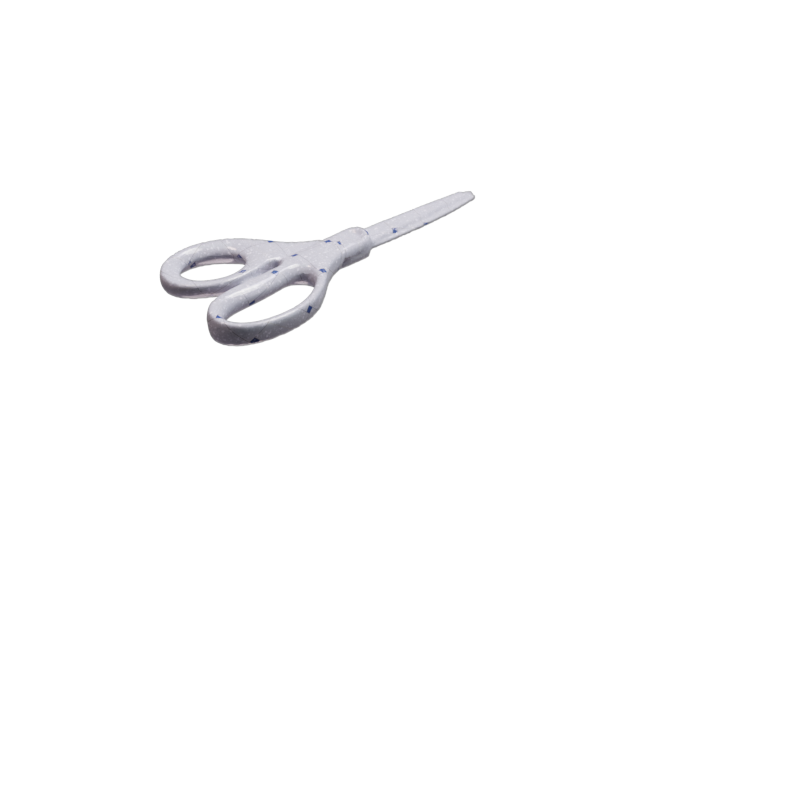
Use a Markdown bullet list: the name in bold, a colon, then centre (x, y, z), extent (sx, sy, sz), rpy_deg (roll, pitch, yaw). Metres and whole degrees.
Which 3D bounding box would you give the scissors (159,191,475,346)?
- **scissors**: centre (-0.047, -0.085, 0.595), extent (0.101, 0.015, 0.205), rpy_deg (17, 37, 24)
